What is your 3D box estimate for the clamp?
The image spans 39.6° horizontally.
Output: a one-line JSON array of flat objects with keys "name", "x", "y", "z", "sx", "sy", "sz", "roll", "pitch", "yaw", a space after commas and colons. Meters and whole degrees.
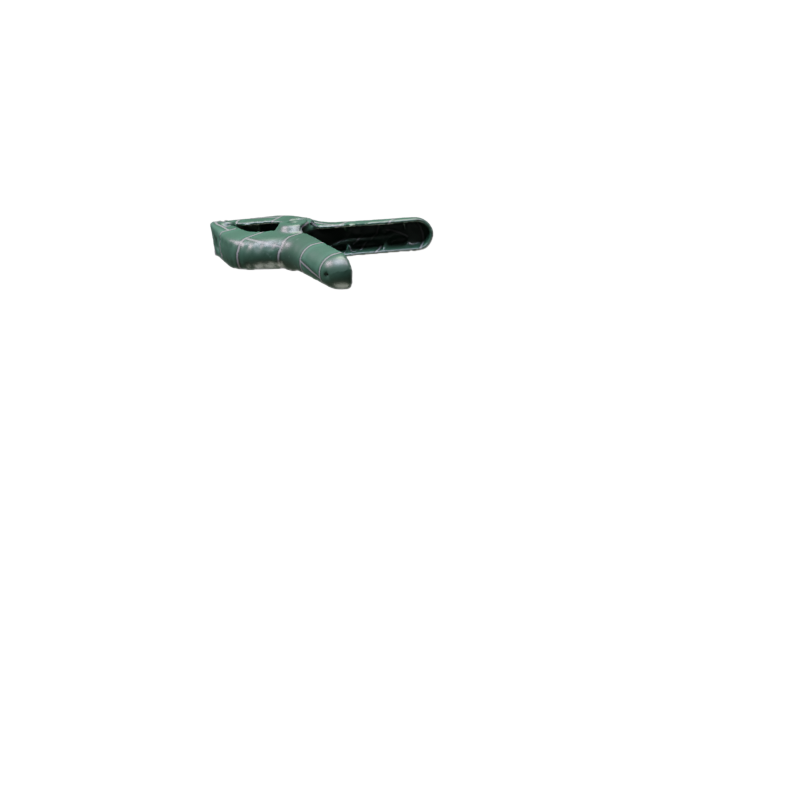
[{"name": "clamp", "x": -0.065, "y": -0.118, "z": 0.825, "sx": 0.181, "sy": 0.038, "sz": 0.118, "roll": 17, "pitch": 25, "yaw": 40}]
